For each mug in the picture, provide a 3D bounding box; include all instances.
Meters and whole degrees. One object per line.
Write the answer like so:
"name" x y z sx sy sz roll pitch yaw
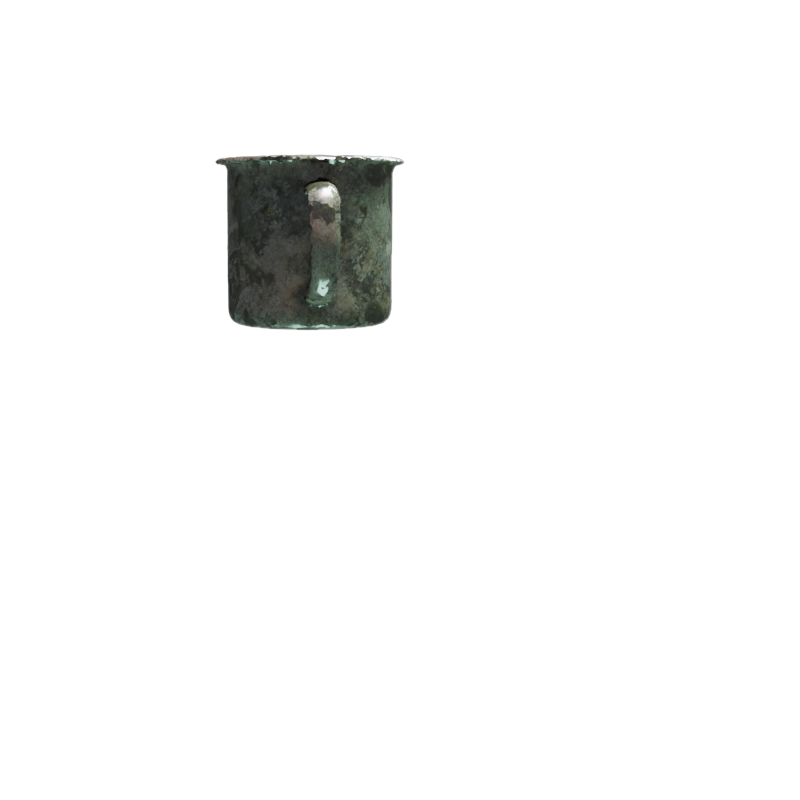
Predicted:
"mug" -0.042 -0.077 0.540 0.092 0.081 0.120 -1 7 -11
